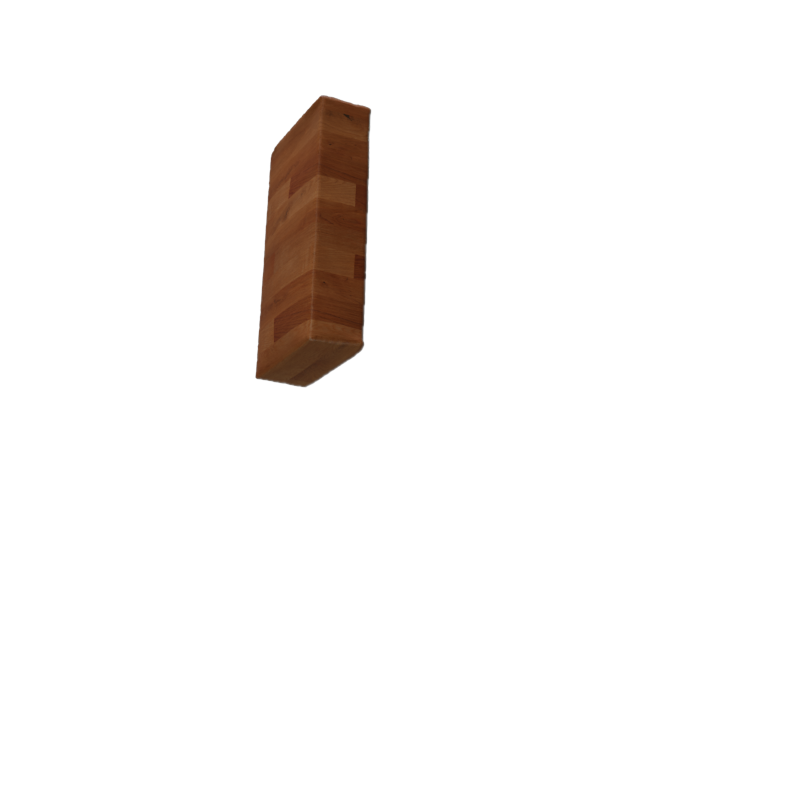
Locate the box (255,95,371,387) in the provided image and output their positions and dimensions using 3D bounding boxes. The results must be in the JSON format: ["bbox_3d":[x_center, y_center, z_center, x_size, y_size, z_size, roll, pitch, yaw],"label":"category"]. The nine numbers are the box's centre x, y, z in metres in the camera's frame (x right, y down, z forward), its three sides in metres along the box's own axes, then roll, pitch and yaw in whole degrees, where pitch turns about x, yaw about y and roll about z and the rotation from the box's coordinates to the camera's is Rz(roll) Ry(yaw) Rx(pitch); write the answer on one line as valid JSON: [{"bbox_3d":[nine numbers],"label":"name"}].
[{"bbox_3d":[-0.059,-0.107,0.750,0.046,0.186,0.092,10,-25,-26],"label":"box"}]
